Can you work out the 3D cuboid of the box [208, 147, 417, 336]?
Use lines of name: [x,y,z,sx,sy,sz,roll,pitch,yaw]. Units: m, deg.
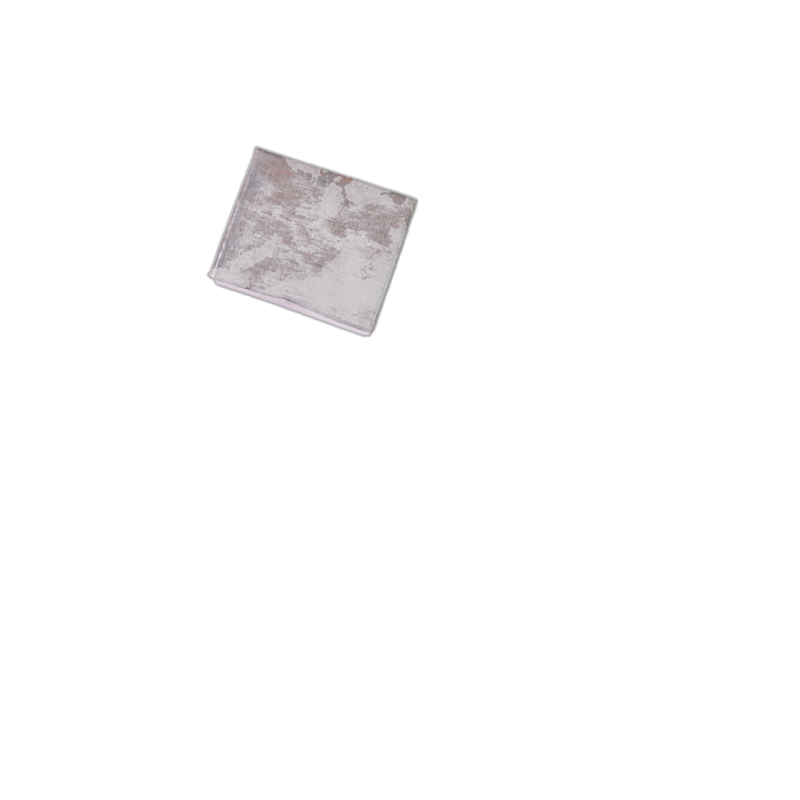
box: [-0.045,-0.082,0.572,0.090,0.074,0.030,19,-8,2]
